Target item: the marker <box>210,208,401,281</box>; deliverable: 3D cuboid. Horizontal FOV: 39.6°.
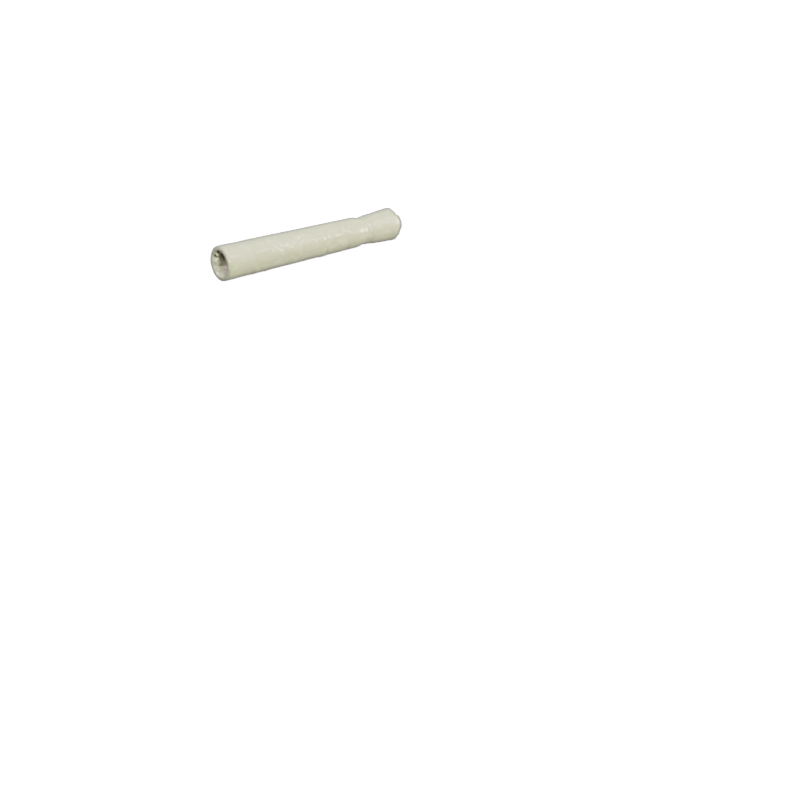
[{"bbox_3d":[-0.047,-0.086,0.604,0.119,0.019,0.021,-19,15,-35],"label":"marker"}]
